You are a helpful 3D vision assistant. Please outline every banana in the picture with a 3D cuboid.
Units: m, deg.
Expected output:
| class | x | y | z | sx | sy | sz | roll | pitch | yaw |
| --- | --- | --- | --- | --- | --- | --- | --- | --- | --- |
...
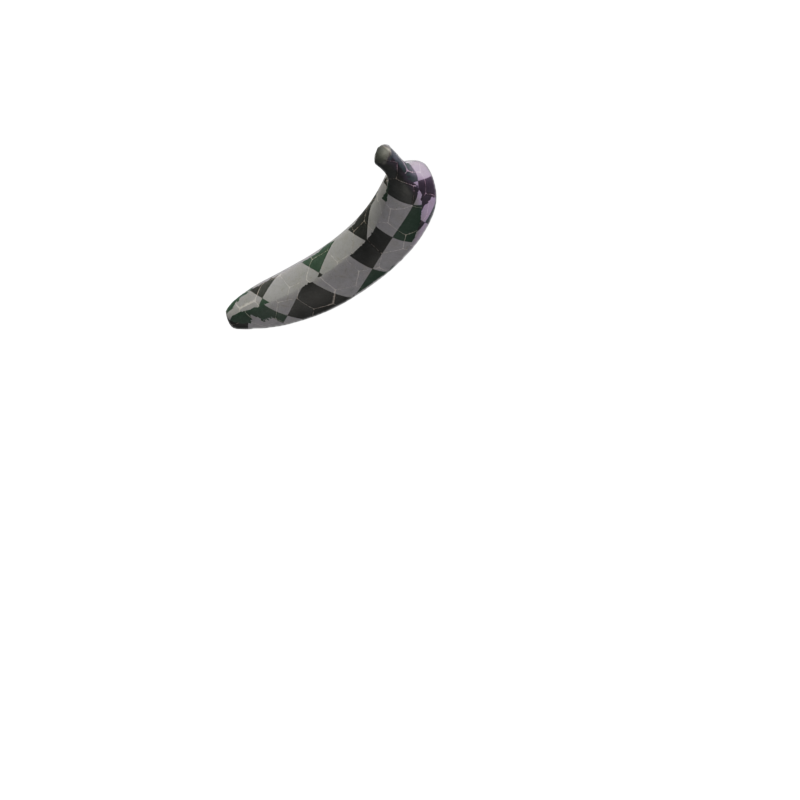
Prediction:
| class | x | y | z | sx | sy | sz | roll | pitch | yaw |
| --- | --- | --- | --- | --- | --- | --- | --- | --- | --- |
| banana | -0.034 | -0.092 | 0.669 | 0.066 | 0.039 | 0.194 | 19 | -37 | -27 |
